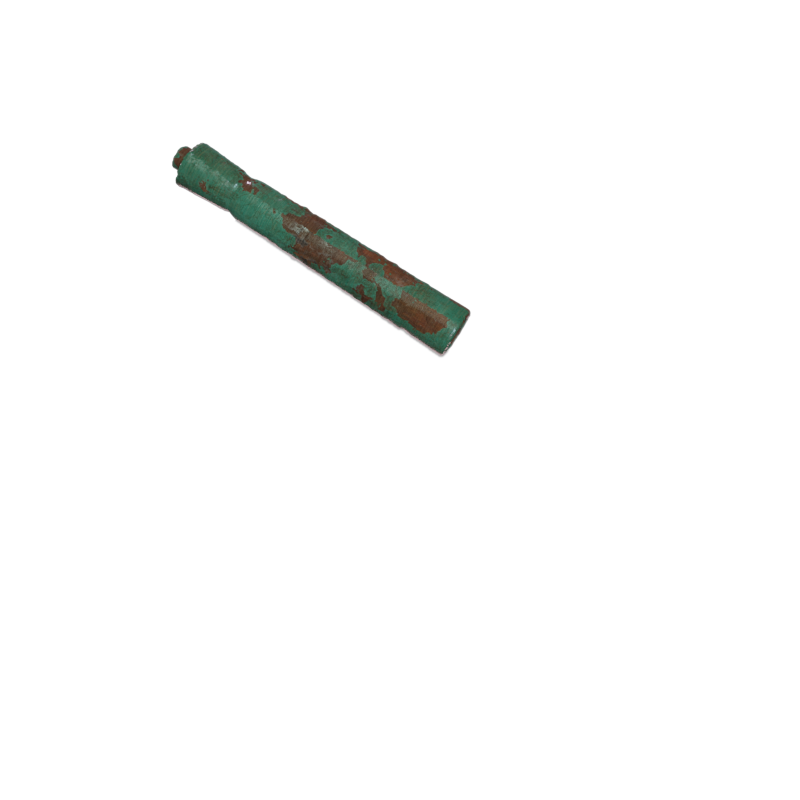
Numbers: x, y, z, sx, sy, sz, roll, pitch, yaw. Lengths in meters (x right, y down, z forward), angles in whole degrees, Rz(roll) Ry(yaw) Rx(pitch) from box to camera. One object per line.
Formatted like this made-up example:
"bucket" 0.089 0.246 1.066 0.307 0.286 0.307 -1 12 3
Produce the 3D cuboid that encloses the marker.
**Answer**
"marker" -0.031 -0.056 0.395 0.125 0.019 0.019 34 11 13
